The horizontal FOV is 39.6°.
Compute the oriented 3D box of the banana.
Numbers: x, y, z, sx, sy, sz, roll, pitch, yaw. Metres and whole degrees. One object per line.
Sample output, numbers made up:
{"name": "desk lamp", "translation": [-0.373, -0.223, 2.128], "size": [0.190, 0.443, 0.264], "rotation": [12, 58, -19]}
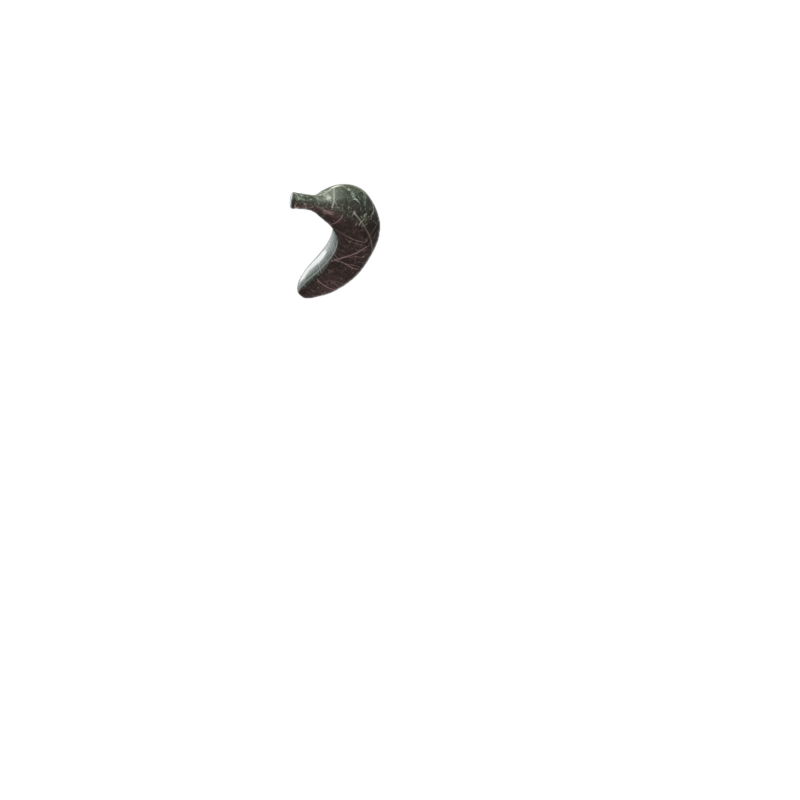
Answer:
{"name": "banana", "translation": [-0.052, -0.129, 0.894], "size": [0.069, 0.039, 0.188], "rotation": [0, -18, -2]}
